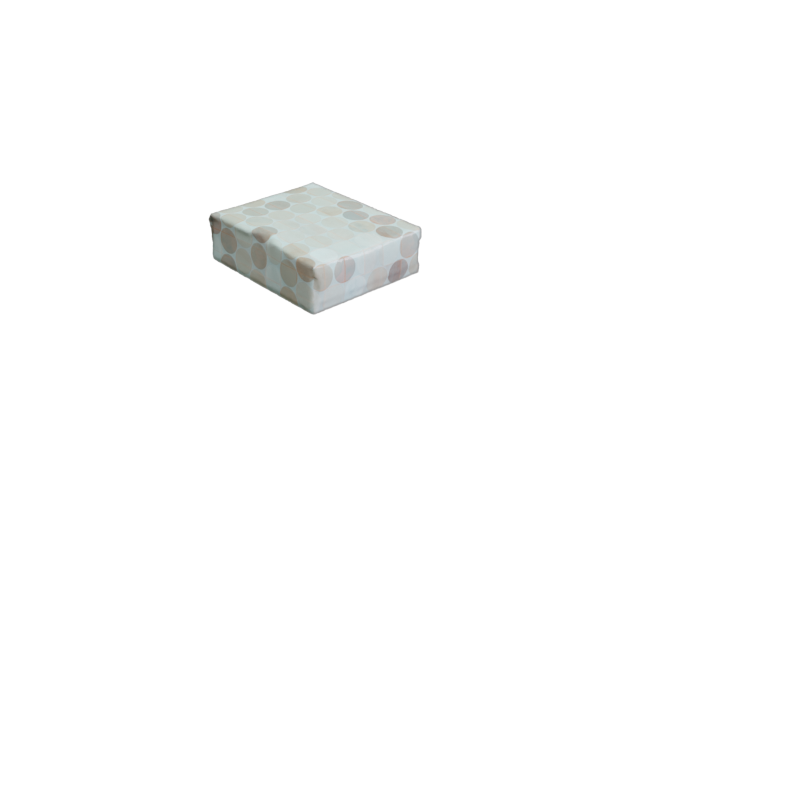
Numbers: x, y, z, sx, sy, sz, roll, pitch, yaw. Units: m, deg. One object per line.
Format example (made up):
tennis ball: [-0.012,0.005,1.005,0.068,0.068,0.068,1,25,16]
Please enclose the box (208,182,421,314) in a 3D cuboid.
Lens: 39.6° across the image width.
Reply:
box: [-0.046,-0.083,0.581,0.072,0.028,0.095,-24,38,-35]
